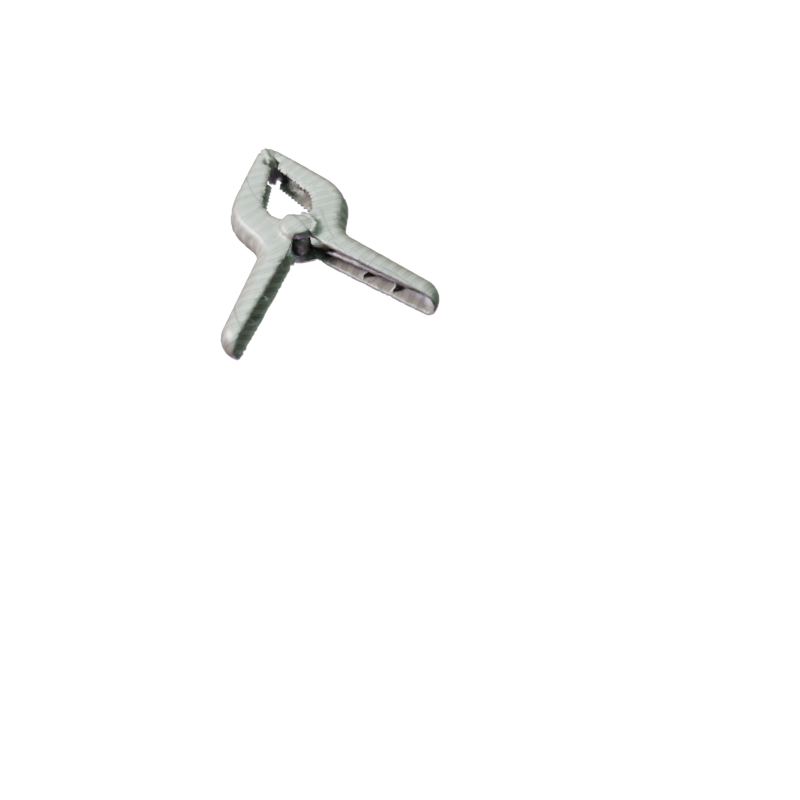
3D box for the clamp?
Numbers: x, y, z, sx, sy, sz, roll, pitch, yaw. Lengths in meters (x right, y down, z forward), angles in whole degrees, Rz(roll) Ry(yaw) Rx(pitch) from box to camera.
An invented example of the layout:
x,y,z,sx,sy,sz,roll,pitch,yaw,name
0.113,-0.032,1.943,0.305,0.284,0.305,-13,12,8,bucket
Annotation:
x,y,z,sx,sy,sz,roll,pitch,yaw,name
-0.068,-0.124,0.872,0.163,0.227,0.034,-8,-42,-8,clamp
